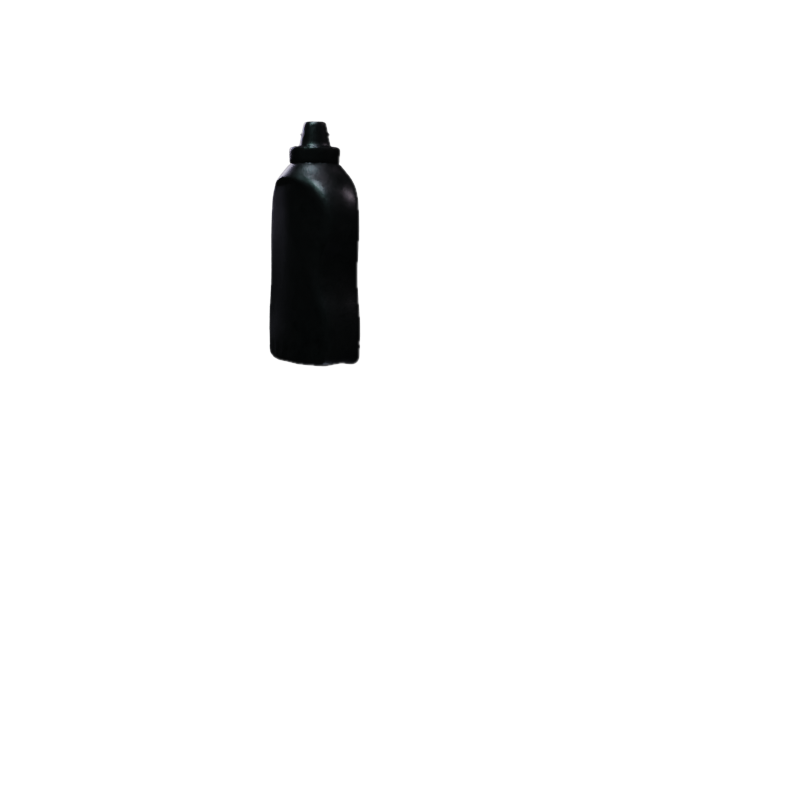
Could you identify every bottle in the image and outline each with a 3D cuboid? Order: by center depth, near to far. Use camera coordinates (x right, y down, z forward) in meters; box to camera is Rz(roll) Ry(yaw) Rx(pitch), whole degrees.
[{"bbox_3d":[-0.069,-0.127,0.890,0.056,0.191,0.100,-1,3,-31],"label":"bottle"}]
